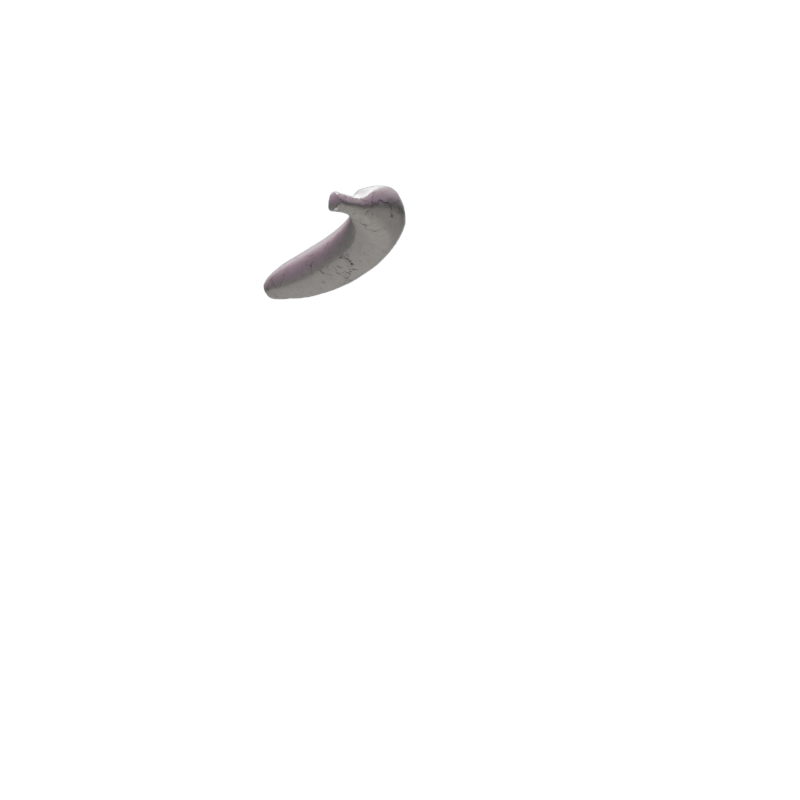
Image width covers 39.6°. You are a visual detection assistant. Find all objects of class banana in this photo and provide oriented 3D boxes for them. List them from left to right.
[{"bbox_3d":[-0.041,-0.109,0.764,0.068,0.038,0.194,5,-15,-18],"label":"banana"}]
